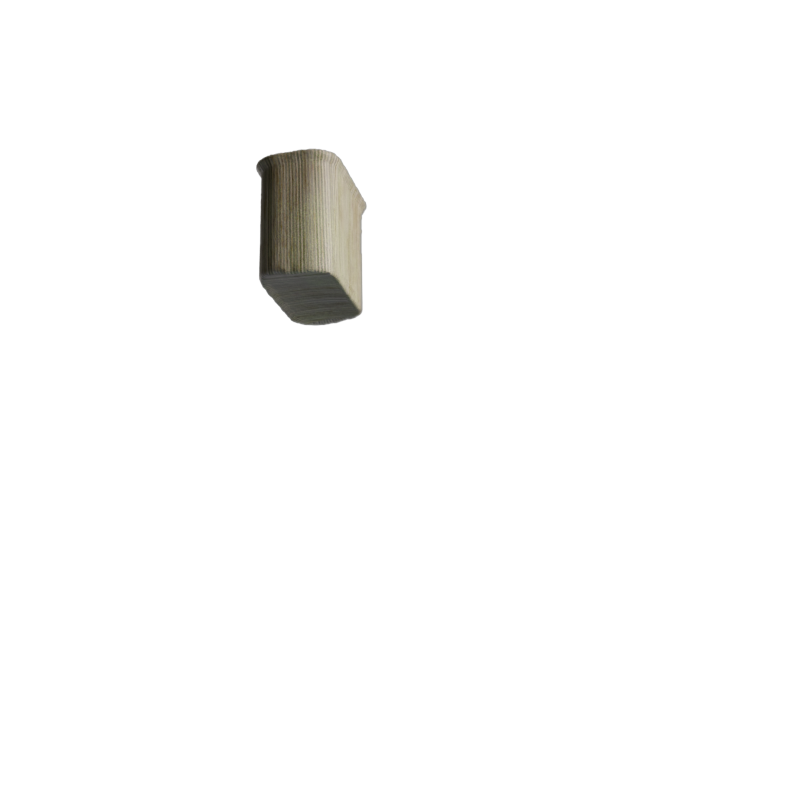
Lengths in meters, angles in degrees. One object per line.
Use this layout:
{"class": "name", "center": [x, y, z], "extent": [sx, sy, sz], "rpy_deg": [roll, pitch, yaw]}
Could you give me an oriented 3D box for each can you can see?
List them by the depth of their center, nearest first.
{"class": "can", "center": [-0.058, -0.105, 0.737], "extent": [0.058, 0.088, 0.096], "rpy_deg": [-6, -21, 13]}
